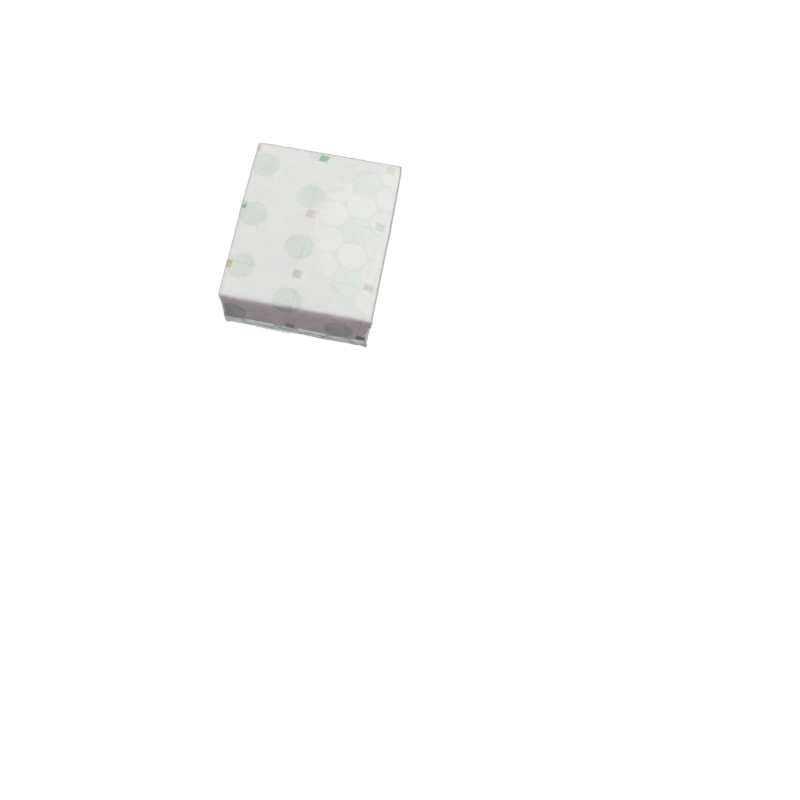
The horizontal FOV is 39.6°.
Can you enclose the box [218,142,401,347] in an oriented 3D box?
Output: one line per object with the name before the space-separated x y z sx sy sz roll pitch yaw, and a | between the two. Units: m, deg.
box | -0.052 -0.095 0.663 0.090 0.119 0.037 9 -27 4
